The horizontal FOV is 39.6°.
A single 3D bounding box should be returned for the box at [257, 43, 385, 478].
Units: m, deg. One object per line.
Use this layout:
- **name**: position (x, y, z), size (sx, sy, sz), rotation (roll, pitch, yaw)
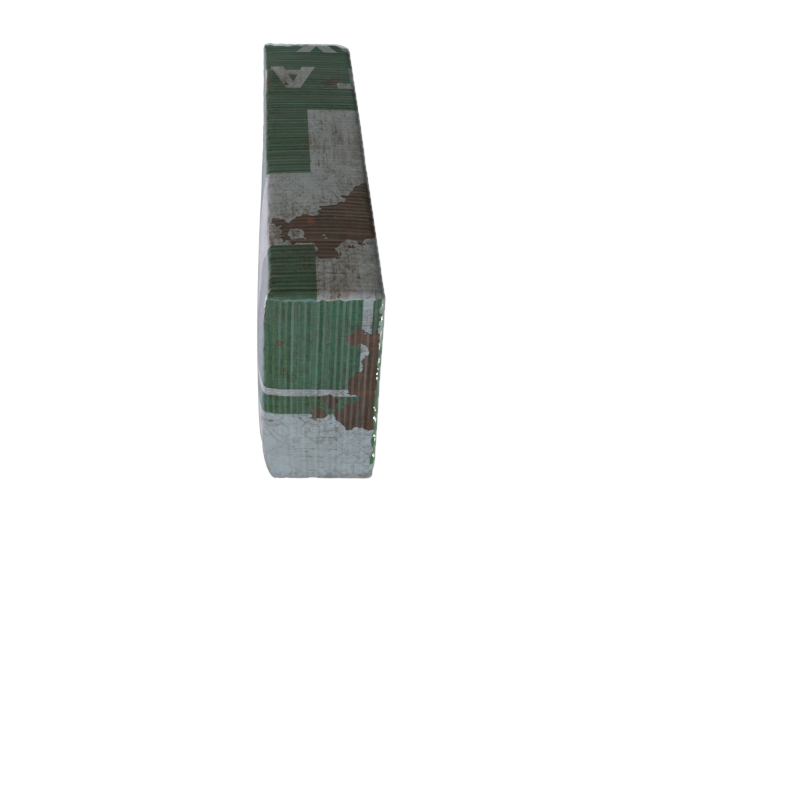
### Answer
- **box**: position (-0.035, -0.065, 0.452), size (0.048, 0.087, 0.189), rotation (1, 43, -5)
